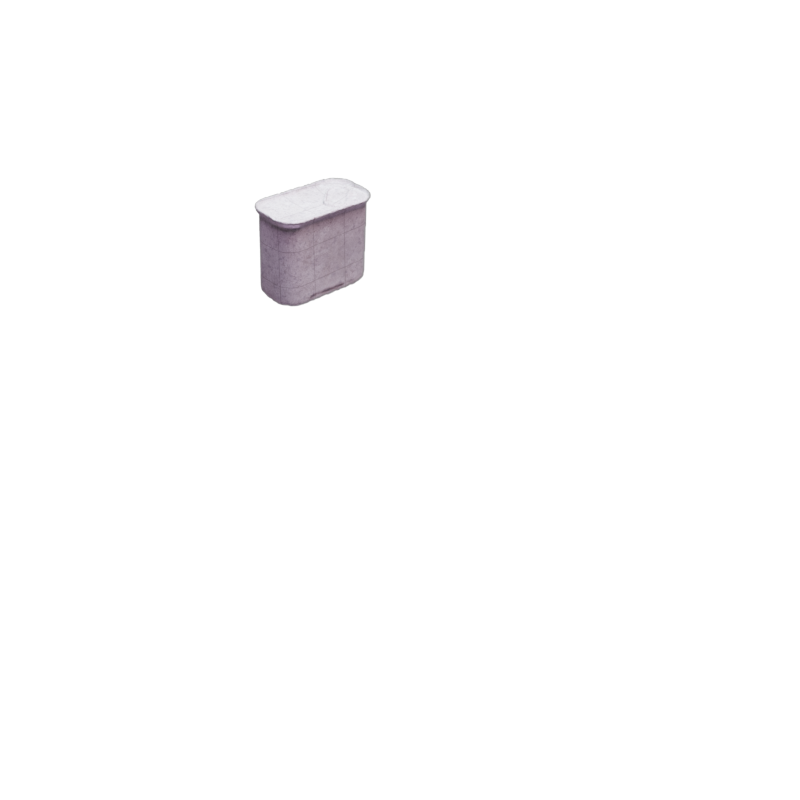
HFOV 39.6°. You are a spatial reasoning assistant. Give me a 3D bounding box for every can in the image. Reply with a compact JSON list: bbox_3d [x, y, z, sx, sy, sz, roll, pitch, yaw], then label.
[{"bbox_3d":[-0.076,-0.139,0.976,0.101,0.079,0.062,-24,39,-34],"label":"can"}]
